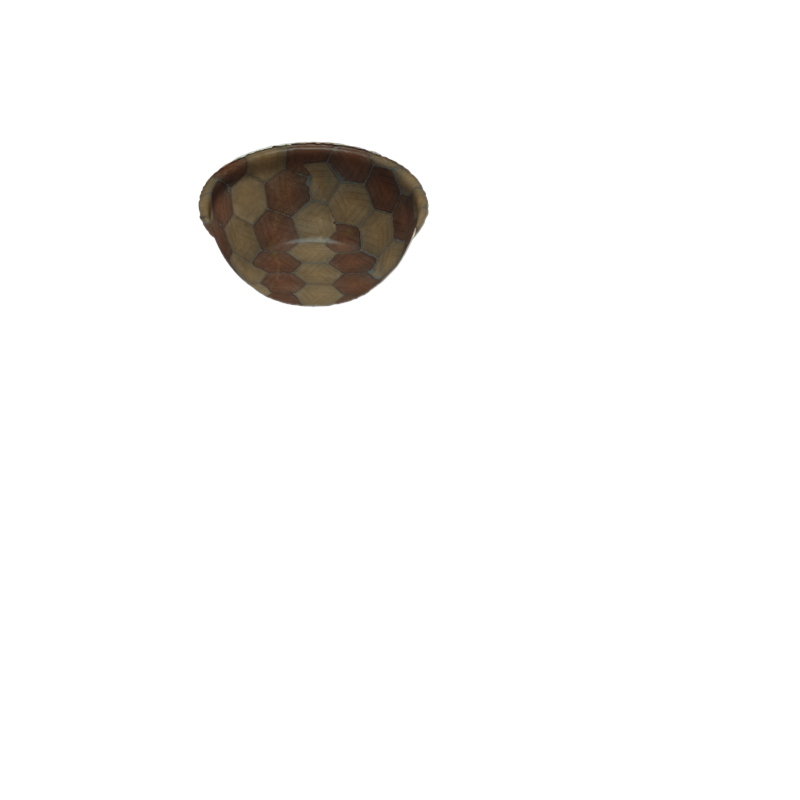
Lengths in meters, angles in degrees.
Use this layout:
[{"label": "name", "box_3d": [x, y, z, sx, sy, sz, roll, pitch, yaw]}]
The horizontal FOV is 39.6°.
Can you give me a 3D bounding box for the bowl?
[{"label": "bowl", "box_3d": [-0.060, -0.110, 0.768, 0.162, 0.058, 0.153, 1, -26, -2]}]
